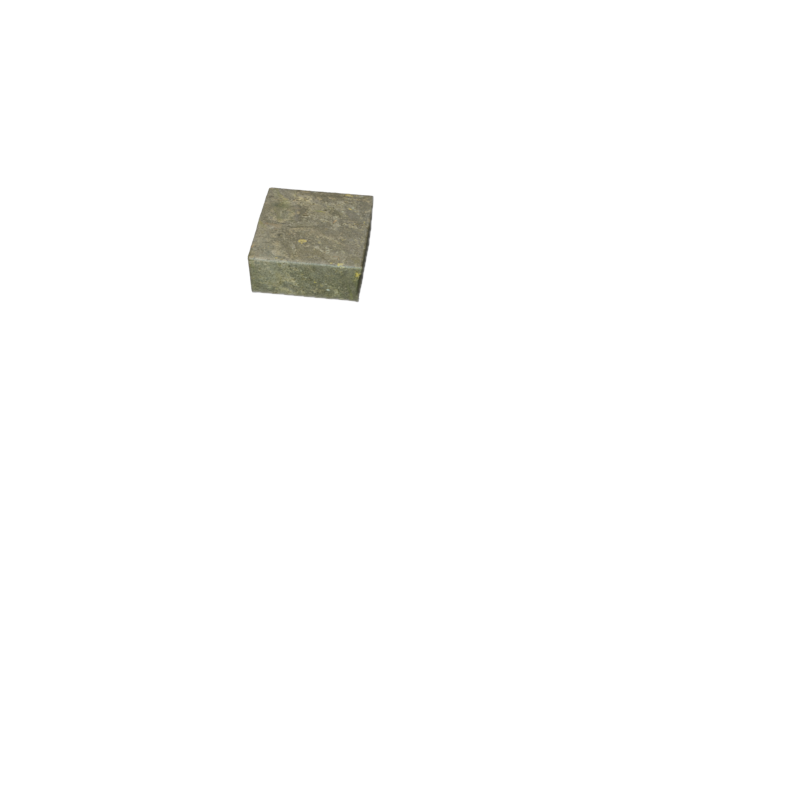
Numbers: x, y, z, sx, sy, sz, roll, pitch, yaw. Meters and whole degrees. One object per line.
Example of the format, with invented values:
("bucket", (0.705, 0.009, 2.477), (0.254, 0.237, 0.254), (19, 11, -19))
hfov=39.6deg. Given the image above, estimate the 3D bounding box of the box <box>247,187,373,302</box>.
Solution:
("box", (-0.071, -0.128, 0.900), (0.090, 0.036, 0.121), (3, 40, 3))
